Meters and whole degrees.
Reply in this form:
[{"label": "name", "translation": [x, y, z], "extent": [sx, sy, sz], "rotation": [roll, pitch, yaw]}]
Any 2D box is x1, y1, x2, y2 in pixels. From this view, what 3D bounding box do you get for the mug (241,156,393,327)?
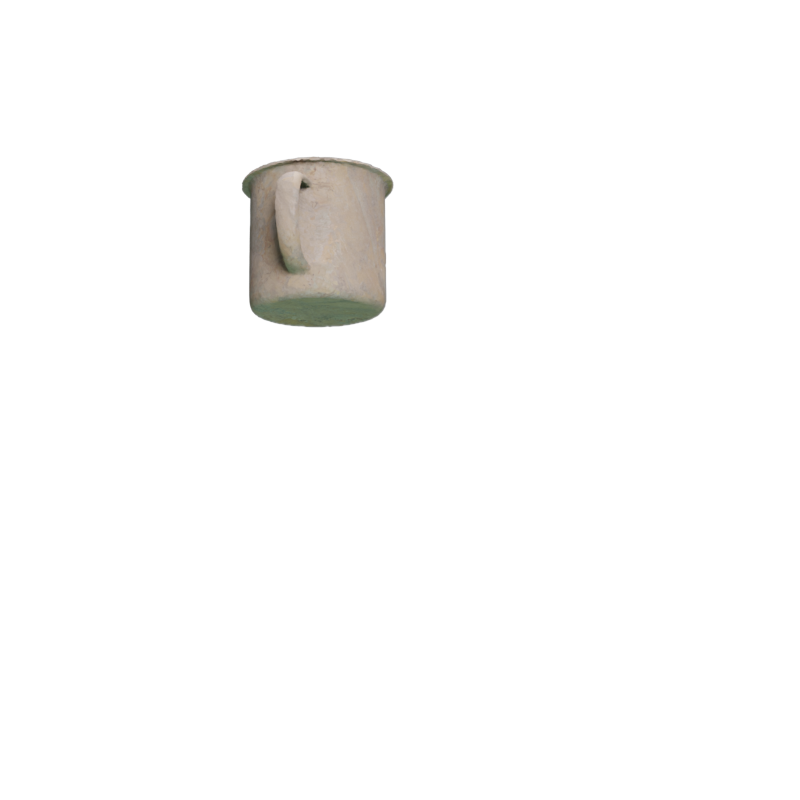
[{"label": "mug", "translation": [-0.051, -0.094, 0.656], "extent": [0.094, 0.085, 0.112], "rotation": [-3, -13, 9]}]
